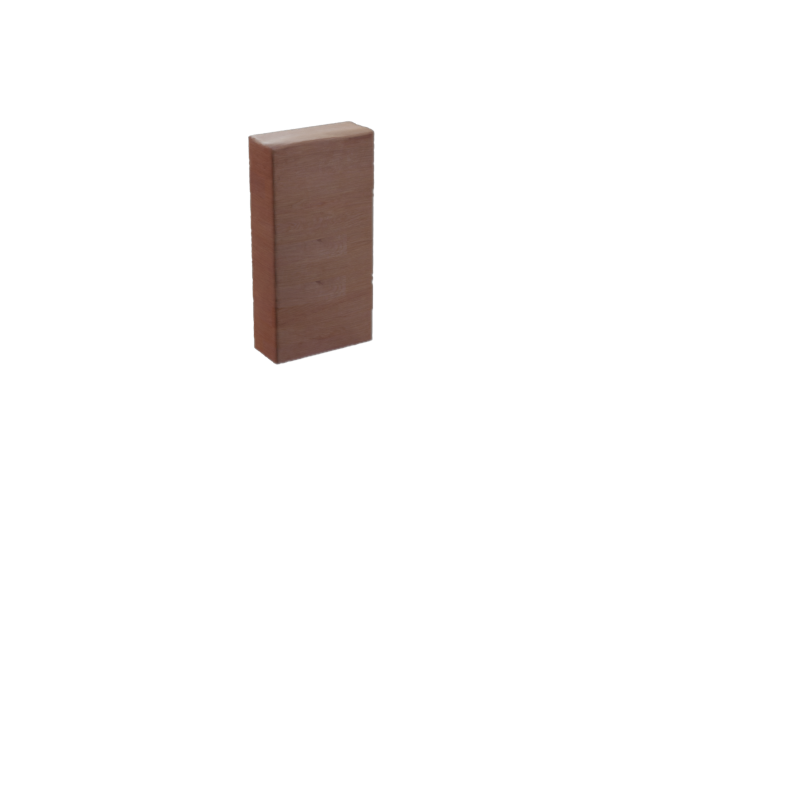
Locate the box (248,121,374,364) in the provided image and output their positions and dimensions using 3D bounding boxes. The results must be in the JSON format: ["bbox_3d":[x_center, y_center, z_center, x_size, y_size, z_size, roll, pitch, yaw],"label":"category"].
[{"bbox_3d":[-0.068,-0.123,0.865,0.092,0.168,0.051,-14,28,-30],"label":"box"}]
